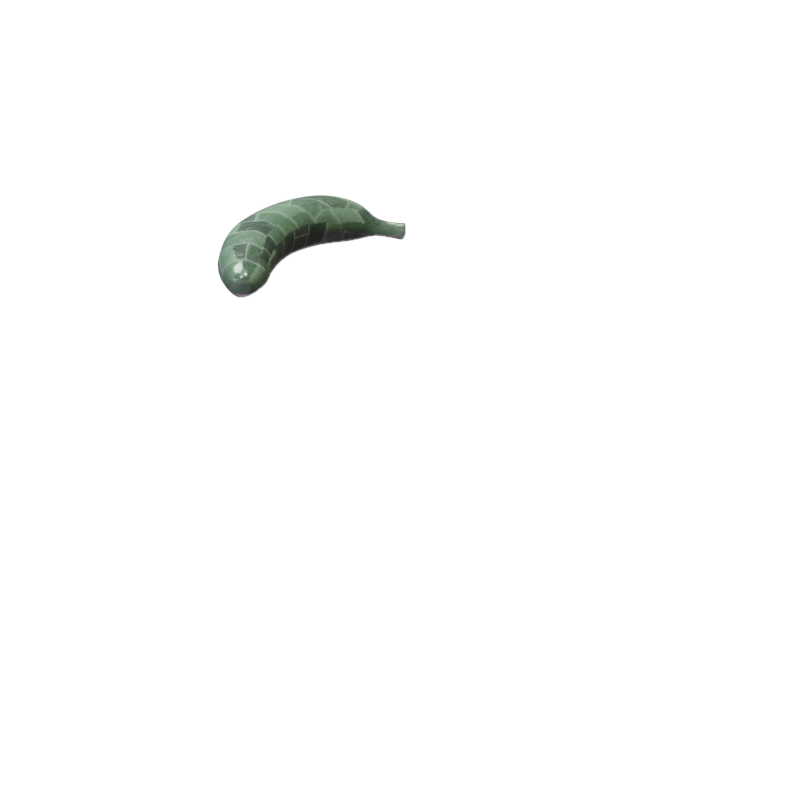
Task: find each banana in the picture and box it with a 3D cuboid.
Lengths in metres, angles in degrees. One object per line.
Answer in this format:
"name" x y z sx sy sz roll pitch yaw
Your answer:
"banana" -0.072 -0.110 0.747 0.073 0.035 0.197 12 25 28
